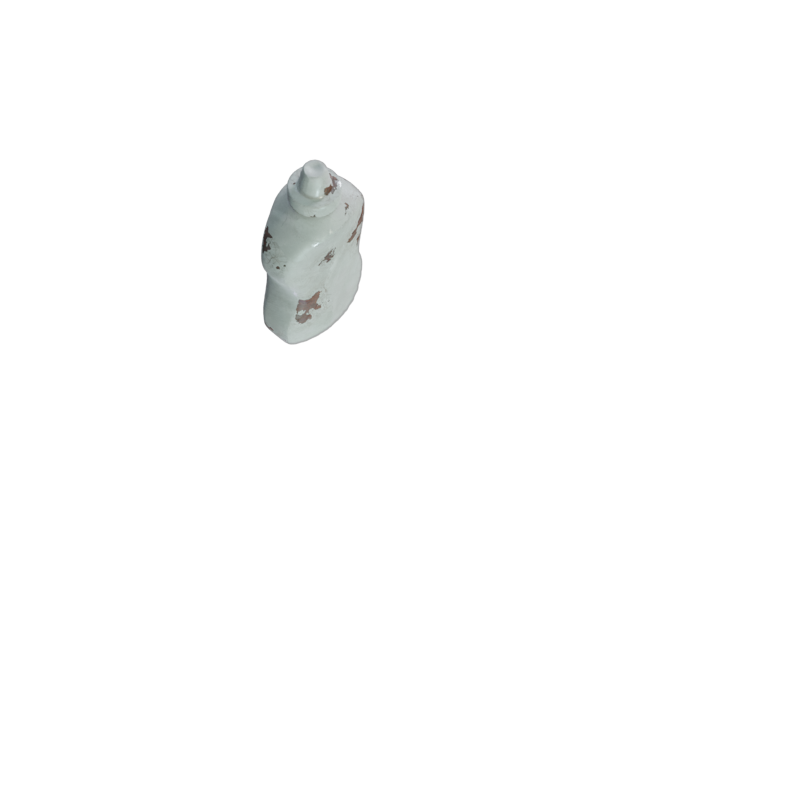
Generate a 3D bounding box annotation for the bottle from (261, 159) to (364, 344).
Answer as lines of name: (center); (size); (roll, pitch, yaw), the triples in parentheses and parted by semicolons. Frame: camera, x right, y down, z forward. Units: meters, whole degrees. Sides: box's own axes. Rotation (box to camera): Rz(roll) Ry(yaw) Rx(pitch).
bottle: (-0.068, -0.125, 0.877); (0.061, 0.097, 0.180); (39, -24, 16)
